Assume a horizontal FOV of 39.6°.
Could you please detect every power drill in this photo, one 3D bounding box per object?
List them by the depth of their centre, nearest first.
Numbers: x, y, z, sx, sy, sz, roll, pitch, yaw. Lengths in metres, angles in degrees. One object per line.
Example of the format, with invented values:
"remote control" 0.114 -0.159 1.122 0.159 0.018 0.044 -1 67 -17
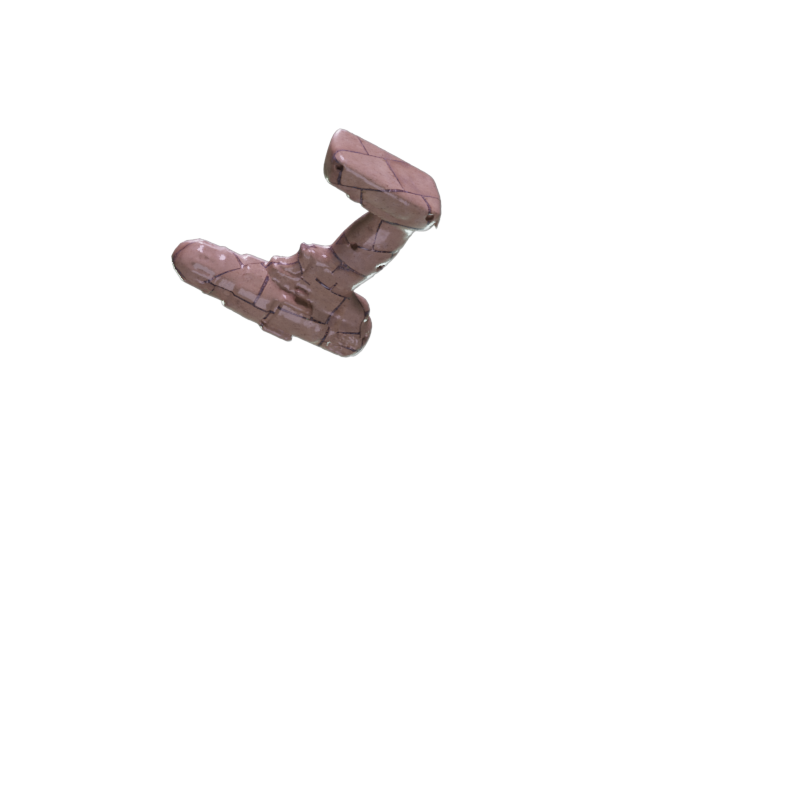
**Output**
"power drill" -0.071 -0.129 0.902 0.177 0.062 0.182 25 -52 -22
